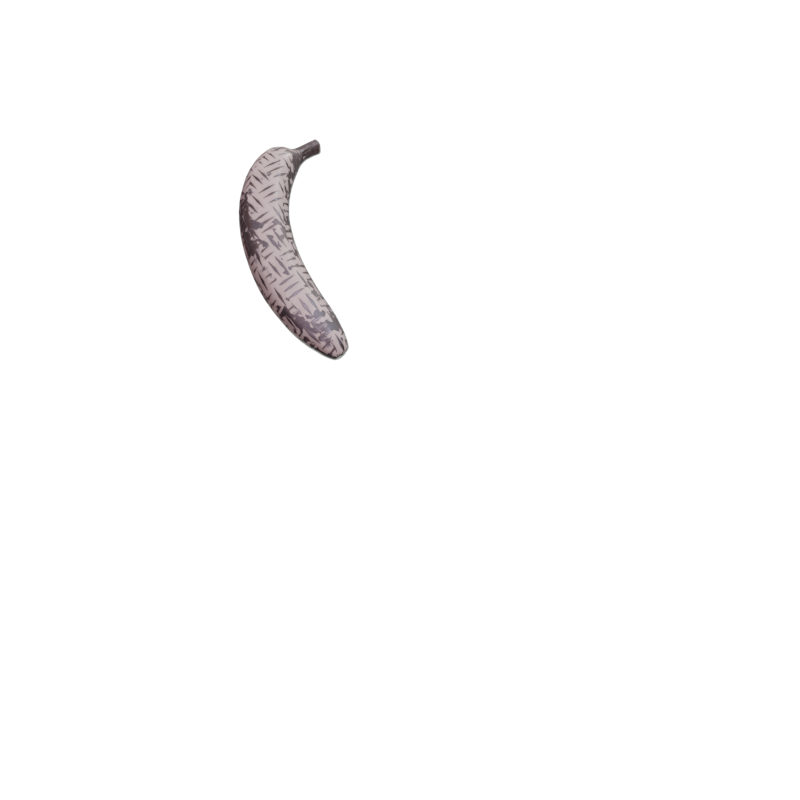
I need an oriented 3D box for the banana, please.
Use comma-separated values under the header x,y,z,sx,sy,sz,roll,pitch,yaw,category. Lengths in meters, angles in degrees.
x,y,z,sx,sy,sz,roll,pitch,yaw,category
-0.083,-0.118,0.817,0.069,0.212,0.034,-6,-31,-4,banana
